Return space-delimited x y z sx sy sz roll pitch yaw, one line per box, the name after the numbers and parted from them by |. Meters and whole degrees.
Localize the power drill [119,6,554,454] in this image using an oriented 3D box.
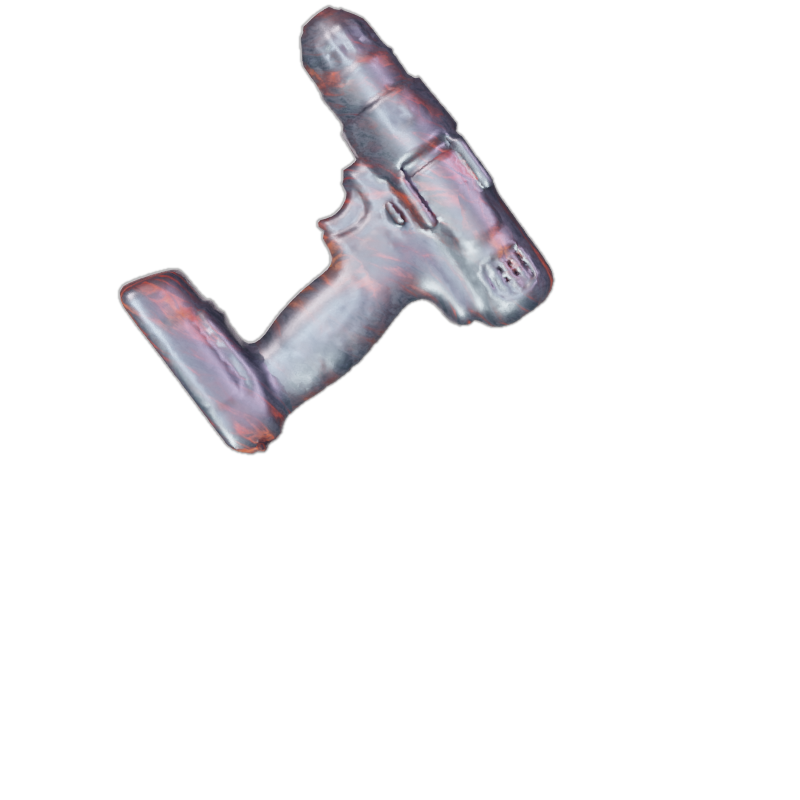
-0.043 -0.079 0.553 0.188 0.186 0.057 -36 -3 -2 | power drill
